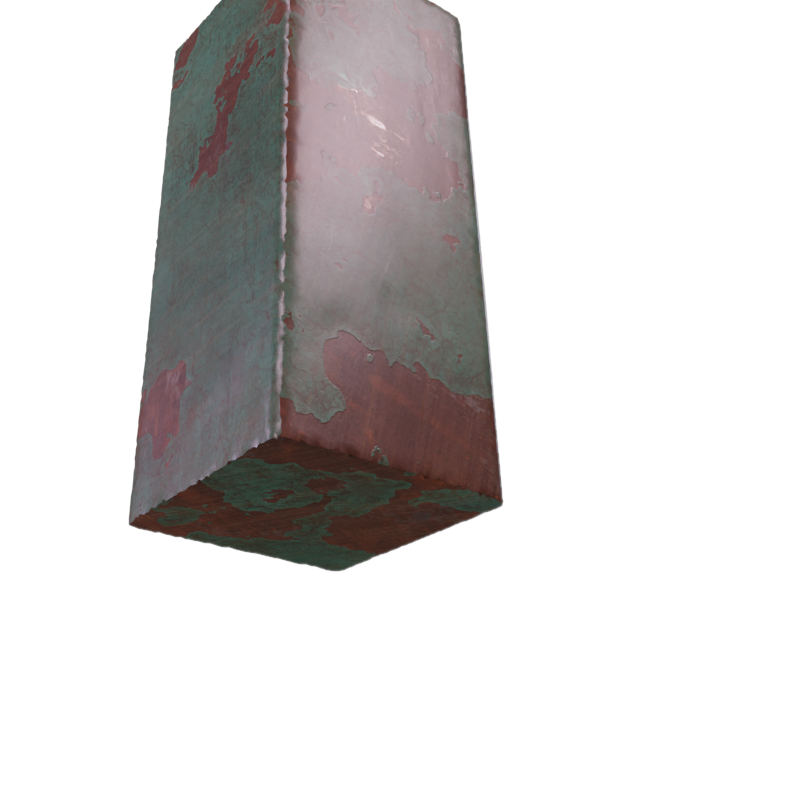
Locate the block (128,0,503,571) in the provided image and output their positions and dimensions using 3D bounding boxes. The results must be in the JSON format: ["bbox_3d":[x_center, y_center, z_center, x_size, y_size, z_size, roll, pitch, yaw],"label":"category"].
[{"bbox_3d":[-0.031,-0.058,0.407,0.085,0.220,0.090,20,-37,-33],"label":"block"}]
